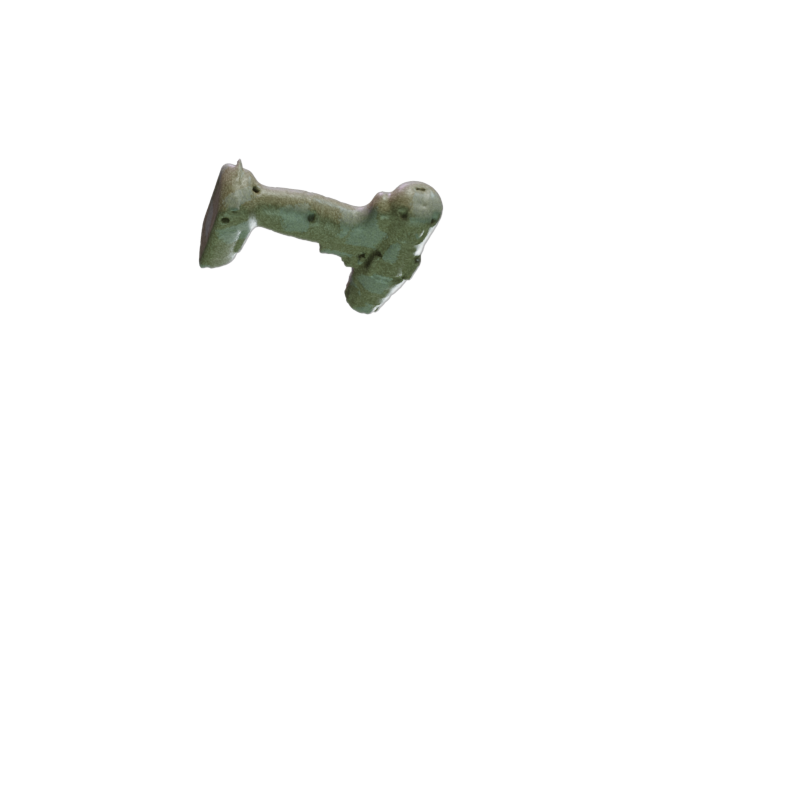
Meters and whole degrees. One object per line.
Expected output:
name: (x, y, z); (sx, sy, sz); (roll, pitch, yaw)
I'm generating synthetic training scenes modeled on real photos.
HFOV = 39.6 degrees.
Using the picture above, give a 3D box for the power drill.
power drill: (-0.075, -0.136, 0.952); (0.184, 0.061, 0.177); (7, -28, -14)
